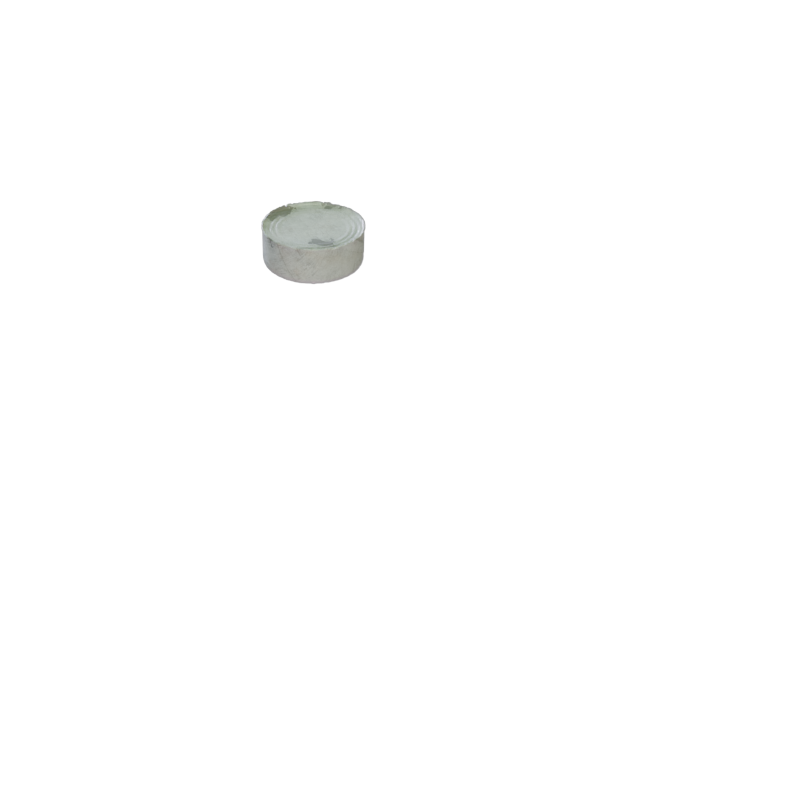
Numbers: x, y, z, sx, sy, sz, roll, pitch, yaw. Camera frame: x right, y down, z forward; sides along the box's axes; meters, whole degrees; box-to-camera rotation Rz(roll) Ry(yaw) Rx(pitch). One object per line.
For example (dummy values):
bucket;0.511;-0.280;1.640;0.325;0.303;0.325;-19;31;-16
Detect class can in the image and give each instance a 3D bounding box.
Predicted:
can;-0.072;-0.131;0.918;0.086;0.031;0.092;-1;34;-2
